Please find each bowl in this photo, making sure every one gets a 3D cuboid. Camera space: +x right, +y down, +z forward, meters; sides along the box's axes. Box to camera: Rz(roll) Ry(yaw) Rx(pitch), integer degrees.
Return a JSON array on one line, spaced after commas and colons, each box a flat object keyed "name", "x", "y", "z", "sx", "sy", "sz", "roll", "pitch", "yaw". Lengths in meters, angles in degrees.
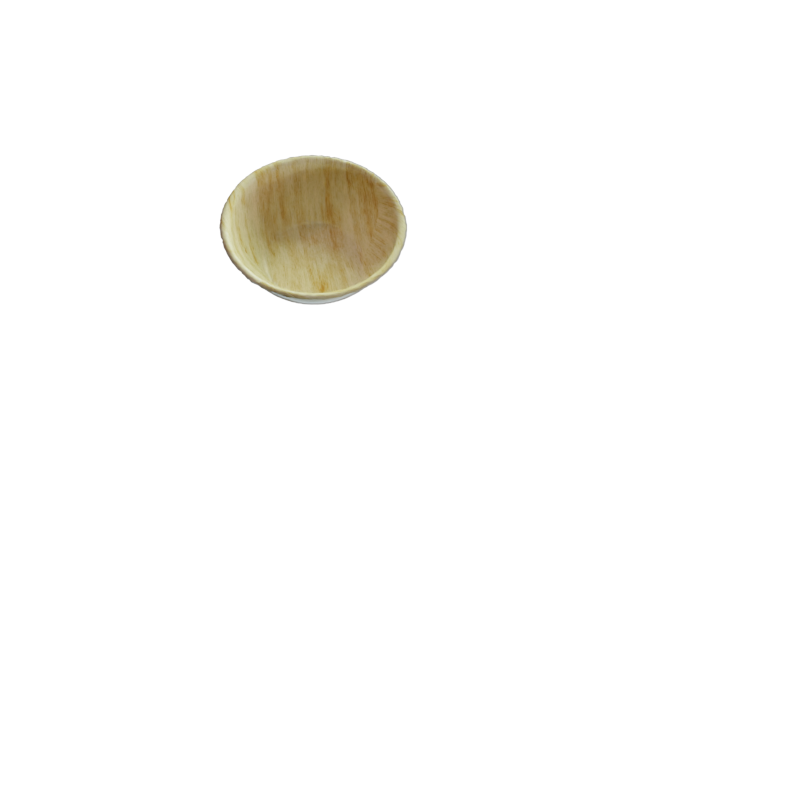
[{"name": "bowl", "x": -0.077, "y": -0.140, "z": 0.978, "sx": 0.162, "sy": 0.174, "sz": 0.051, "roll": -1, "pitch": -36, "yaw": -1}]
